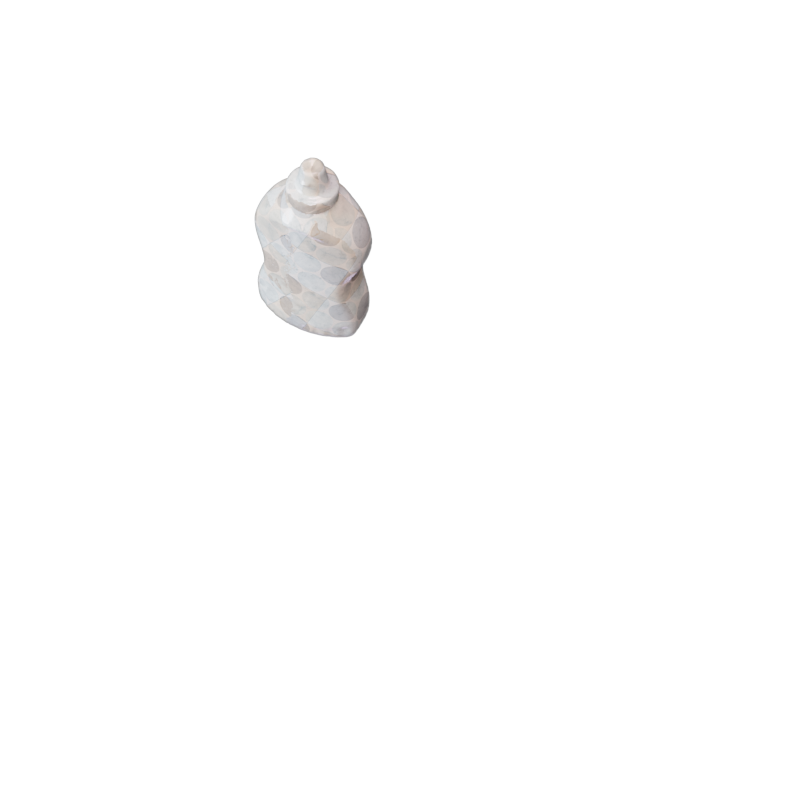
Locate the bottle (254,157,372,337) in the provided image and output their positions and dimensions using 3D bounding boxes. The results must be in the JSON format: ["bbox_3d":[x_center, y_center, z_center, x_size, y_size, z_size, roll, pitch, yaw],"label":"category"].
[{"bbox_3d":[-0.070,-0.128,0.897,0.099,0.060,0.180,27,-29,12],"label":"bottle"}]
